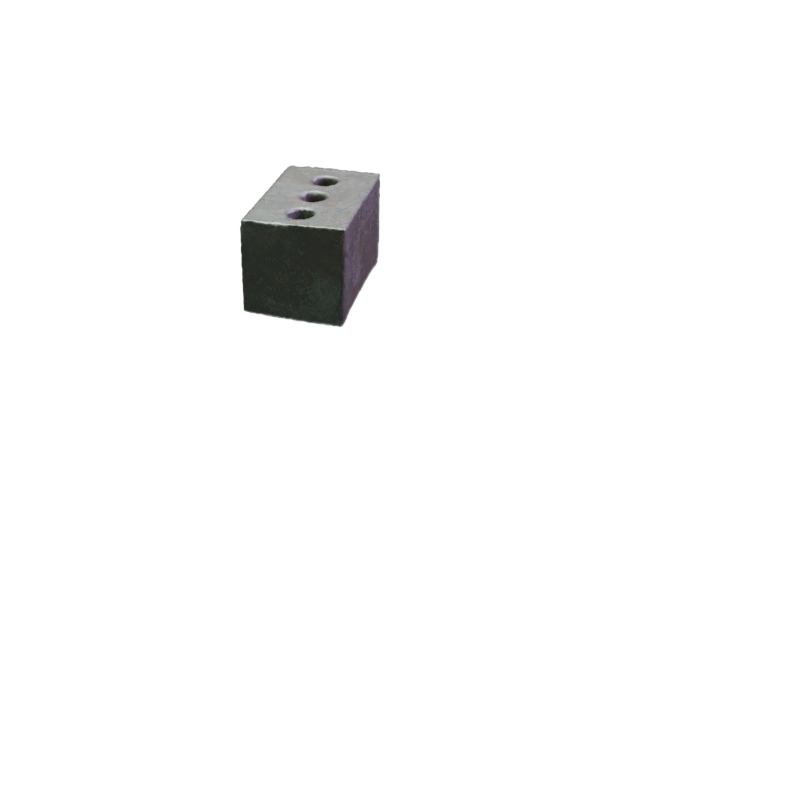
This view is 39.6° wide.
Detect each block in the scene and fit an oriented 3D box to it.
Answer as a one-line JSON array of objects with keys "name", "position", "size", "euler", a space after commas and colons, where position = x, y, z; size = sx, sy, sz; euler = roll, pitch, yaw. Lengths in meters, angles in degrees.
[{"name": "block", "position": [-0.044, -0.080, 0.560], "size": [0.054, 0.048, 0.081], "euler": [7, 30, 10]}]
